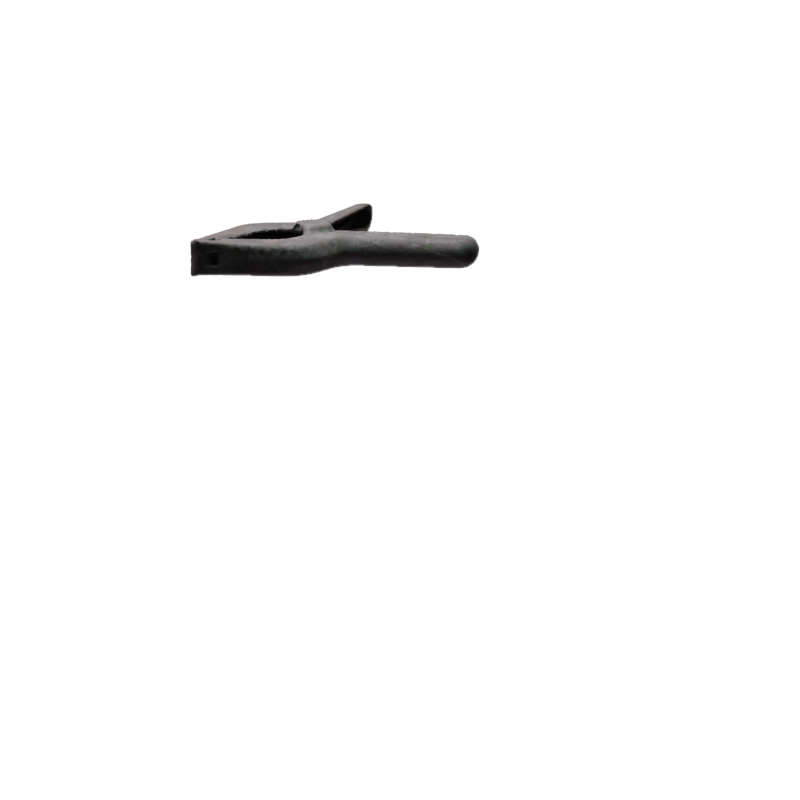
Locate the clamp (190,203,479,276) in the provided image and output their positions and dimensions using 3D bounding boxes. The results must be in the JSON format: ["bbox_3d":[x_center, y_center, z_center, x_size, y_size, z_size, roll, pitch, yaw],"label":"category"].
[{"bbox_3d":[-0.068,-0.124,0.867,0.205,0.035,0.174,-8,21,-23],"label":"clamp"}]
